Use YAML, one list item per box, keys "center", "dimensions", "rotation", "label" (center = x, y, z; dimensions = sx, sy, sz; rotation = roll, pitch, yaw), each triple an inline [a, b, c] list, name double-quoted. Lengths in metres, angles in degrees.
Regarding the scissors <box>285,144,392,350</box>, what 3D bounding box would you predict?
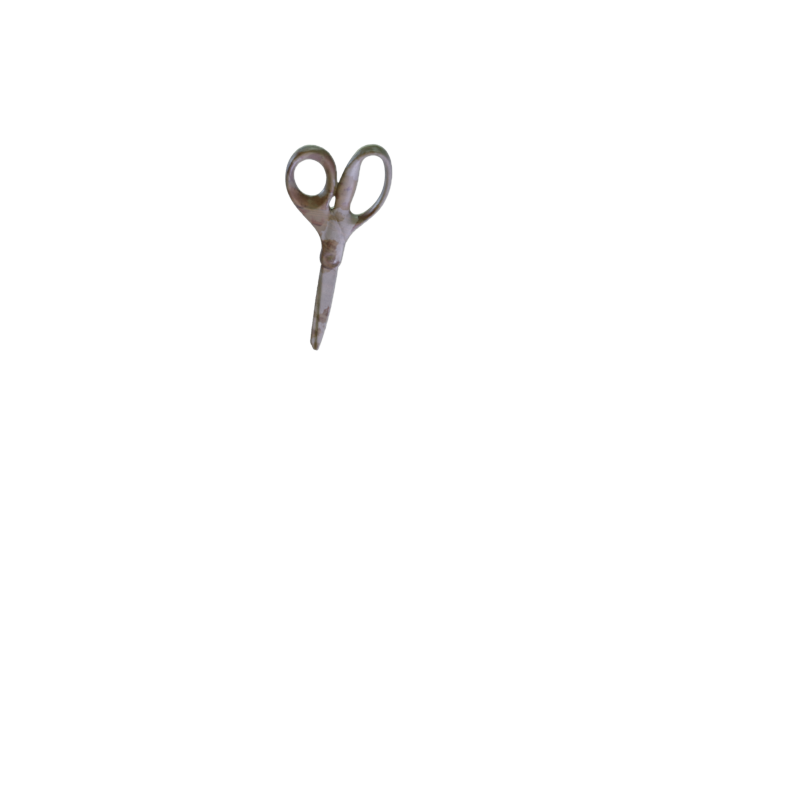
- center: [-0.073, -0.134, 0.939]
  dimensions: [0.094, 0.195, 0.017]
  rotation: [23, 28, -13]
  label: "scissors"
